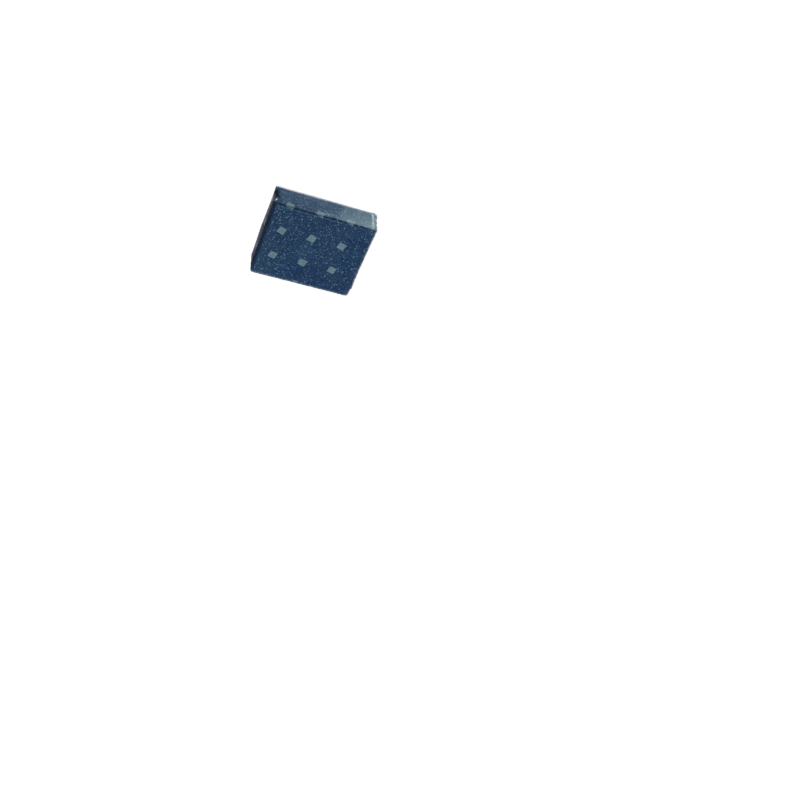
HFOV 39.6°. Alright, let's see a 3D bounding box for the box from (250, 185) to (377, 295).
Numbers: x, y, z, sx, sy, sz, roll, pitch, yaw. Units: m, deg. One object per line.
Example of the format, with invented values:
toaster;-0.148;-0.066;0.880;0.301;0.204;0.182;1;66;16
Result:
box;-0.072;-0.131;0.918;0.087;0.070;0.032;14;38;-12
